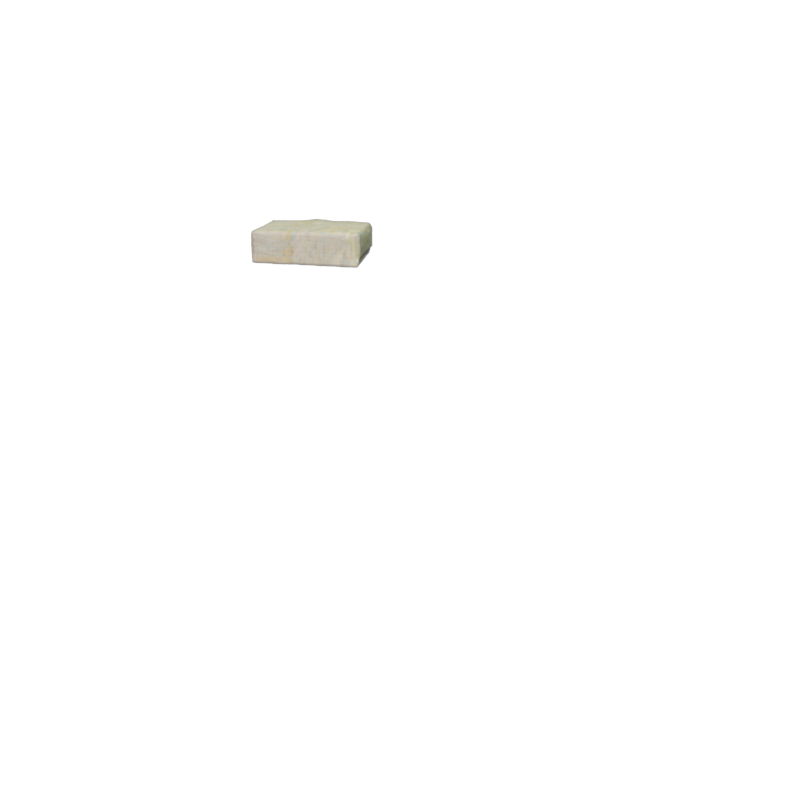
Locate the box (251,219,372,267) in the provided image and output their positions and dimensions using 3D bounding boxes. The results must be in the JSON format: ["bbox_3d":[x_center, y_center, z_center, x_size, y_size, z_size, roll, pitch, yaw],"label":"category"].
[{"bbox_3d":[-0.071,-0.131,0.914,0.090,0.029,0.074,3,15,9],"label":"box"}]
